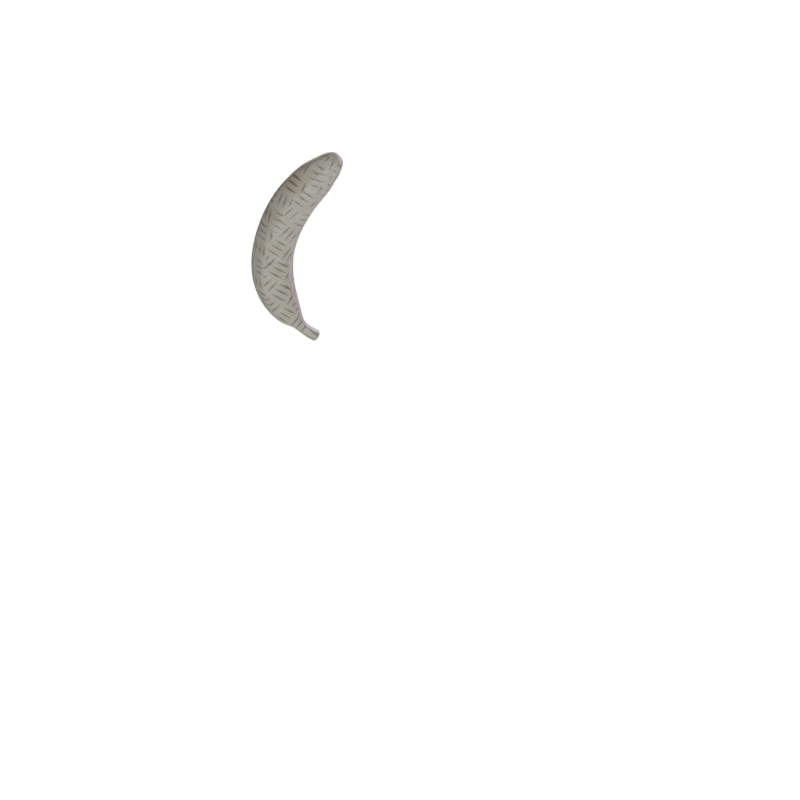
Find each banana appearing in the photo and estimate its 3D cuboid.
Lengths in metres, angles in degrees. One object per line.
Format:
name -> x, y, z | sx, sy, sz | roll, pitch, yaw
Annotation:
banana -> -0.096, -0.138, 0.981 | 0.069, 0.186, 0.039 | 6, 39, -6
